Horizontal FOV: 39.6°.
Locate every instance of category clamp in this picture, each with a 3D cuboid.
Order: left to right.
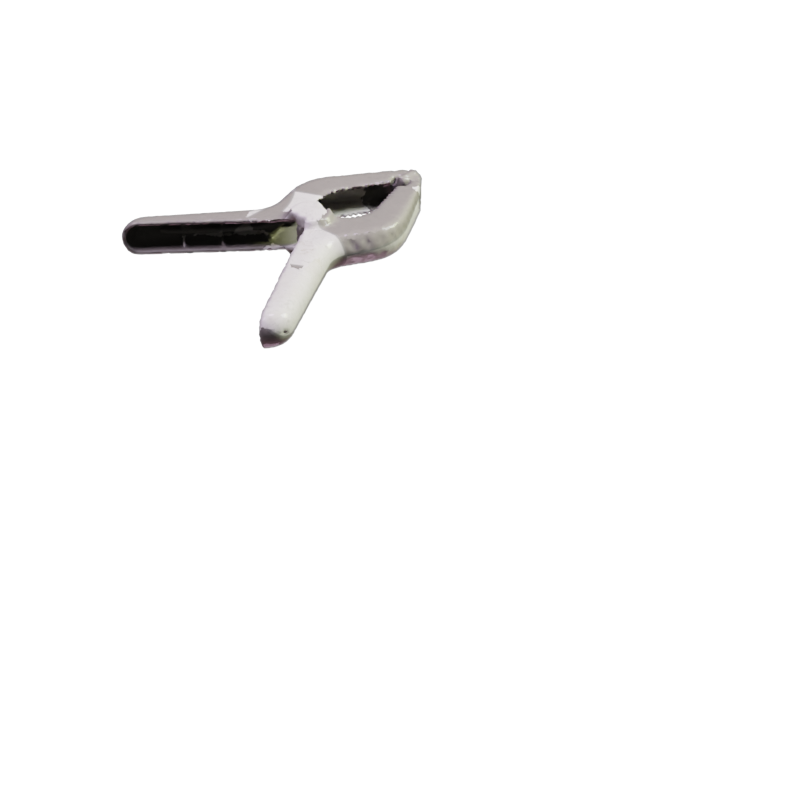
[{"bbox_3d":[-0.058,-0.106,0.741,0.208,0.034,0.177,-22,42,-28],"label":"clamp"}]
